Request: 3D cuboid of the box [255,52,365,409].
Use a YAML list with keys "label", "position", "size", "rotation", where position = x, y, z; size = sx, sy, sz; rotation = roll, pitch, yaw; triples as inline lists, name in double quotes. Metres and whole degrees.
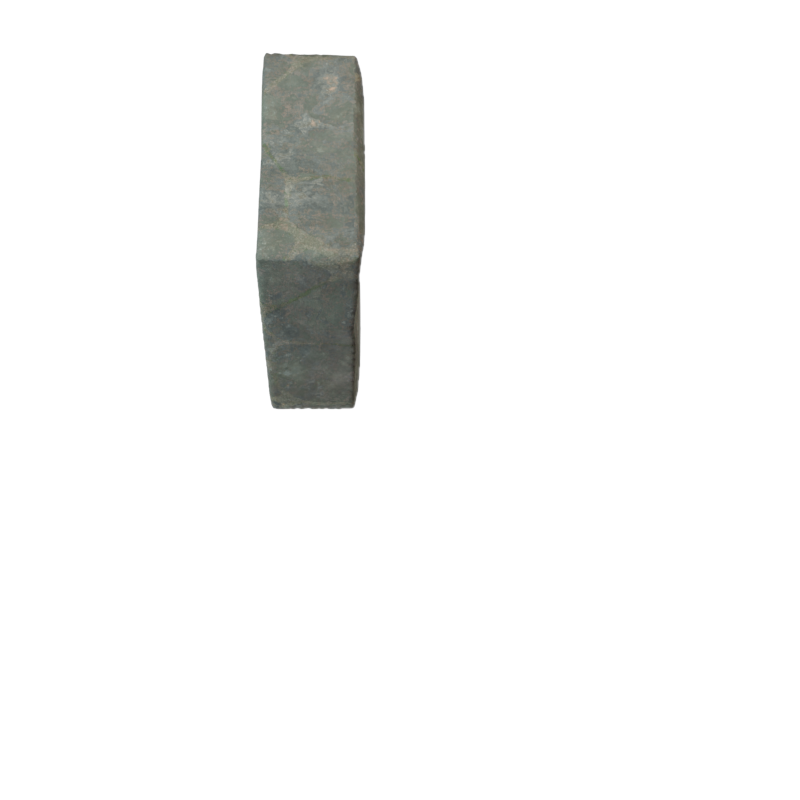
- label: "box"
  position: [-0.061, -0.111, 0.778]
  size: [0.072, 0.175, 0.201]
  rotation: [0, -29, -4]
